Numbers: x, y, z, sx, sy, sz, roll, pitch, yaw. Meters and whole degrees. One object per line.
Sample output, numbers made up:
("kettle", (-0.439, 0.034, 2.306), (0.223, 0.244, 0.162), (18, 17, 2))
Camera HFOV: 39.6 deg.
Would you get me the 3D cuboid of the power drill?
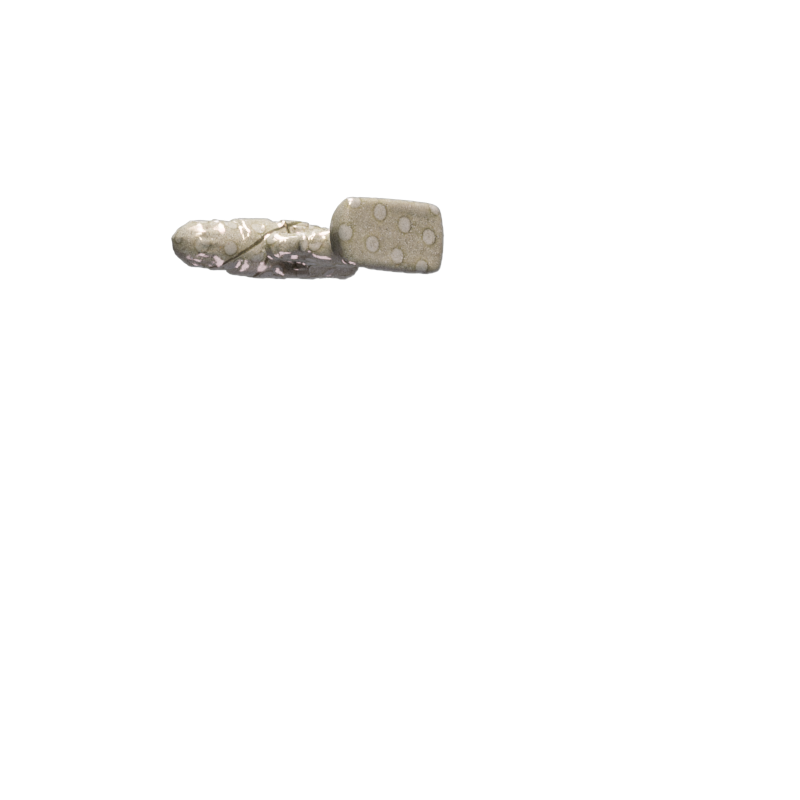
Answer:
("power drill", (-0.071, -0.130, 0.912), (0.178, 0.057, 0.195), (-3, 4, -37))
